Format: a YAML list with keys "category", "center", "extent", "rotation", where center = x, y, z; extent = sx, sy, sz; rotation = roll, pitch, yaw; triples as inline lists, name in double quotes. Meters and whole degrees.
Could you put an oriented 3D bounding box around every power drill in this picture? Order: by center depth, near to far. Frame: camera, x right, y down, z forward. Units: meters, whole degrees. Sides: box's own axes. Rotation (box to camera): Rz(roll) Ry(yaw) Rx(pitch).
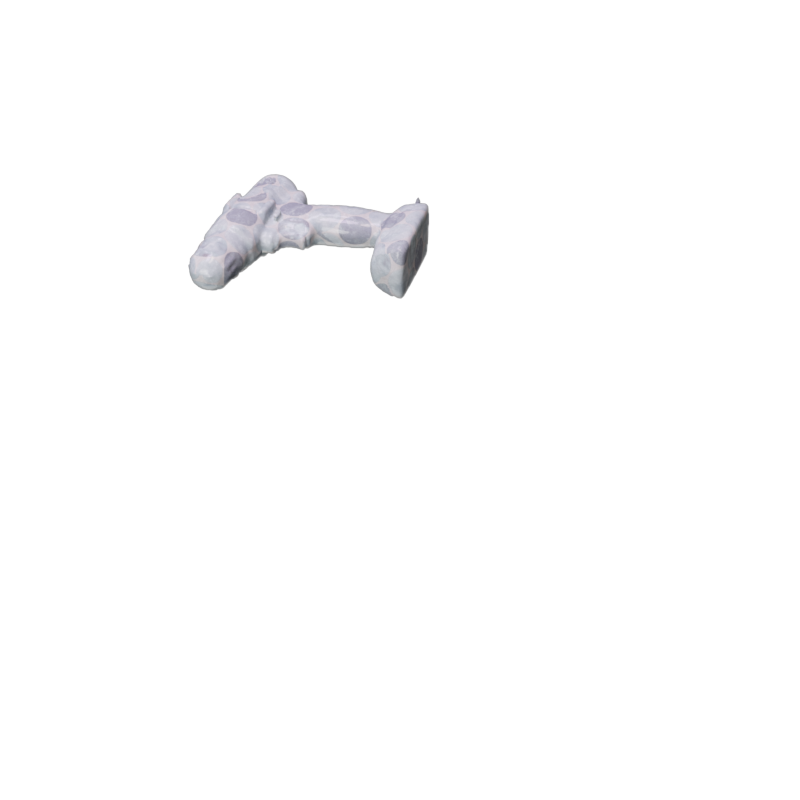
- category: "power drill"
  center: [-0.078, -0.142, 0.995]
  extent: [0.193, 0.054, 0.192]
  rotation: [11, 37, 15]
